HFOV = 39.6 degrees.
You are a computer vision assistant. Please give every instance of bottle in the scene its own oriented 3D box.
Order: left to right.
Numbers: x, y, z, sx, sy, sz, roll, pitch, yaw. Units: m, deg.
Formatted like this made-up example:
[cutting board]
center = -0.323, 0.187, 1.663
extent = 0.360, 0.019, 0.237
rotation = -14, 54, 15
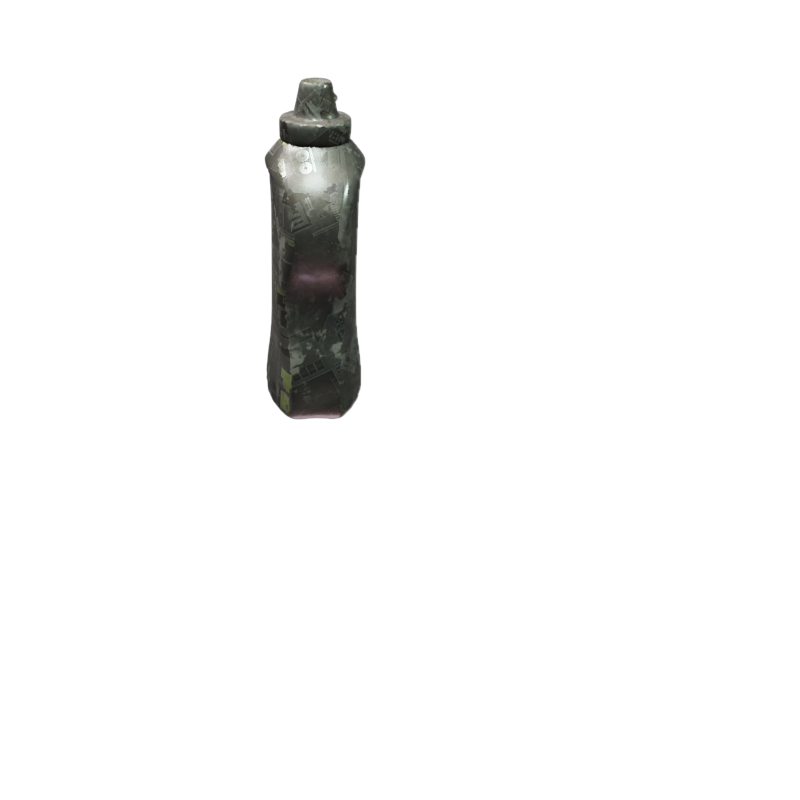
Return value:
[bottle]
center = -0.050, -0.093, 0.651
extent = 0.058, 0.183, 0.101
rotation = 0, 23, -3
